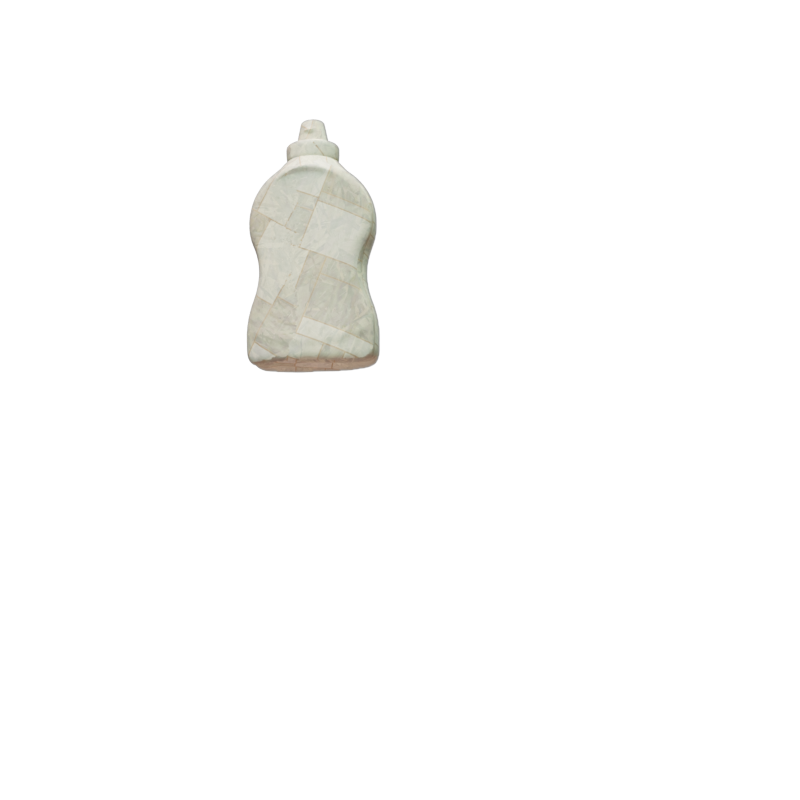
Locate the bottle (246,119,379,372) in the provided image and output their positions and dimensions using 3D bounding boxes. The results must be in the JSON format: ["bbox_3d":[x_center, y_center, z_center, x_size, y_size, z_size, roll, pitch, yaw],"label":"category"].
[{"bbox_3d":[-0.066,-0.120,0.838,0.097,0.199,0.055,-4,-15,12],"label":"bottle"}]
